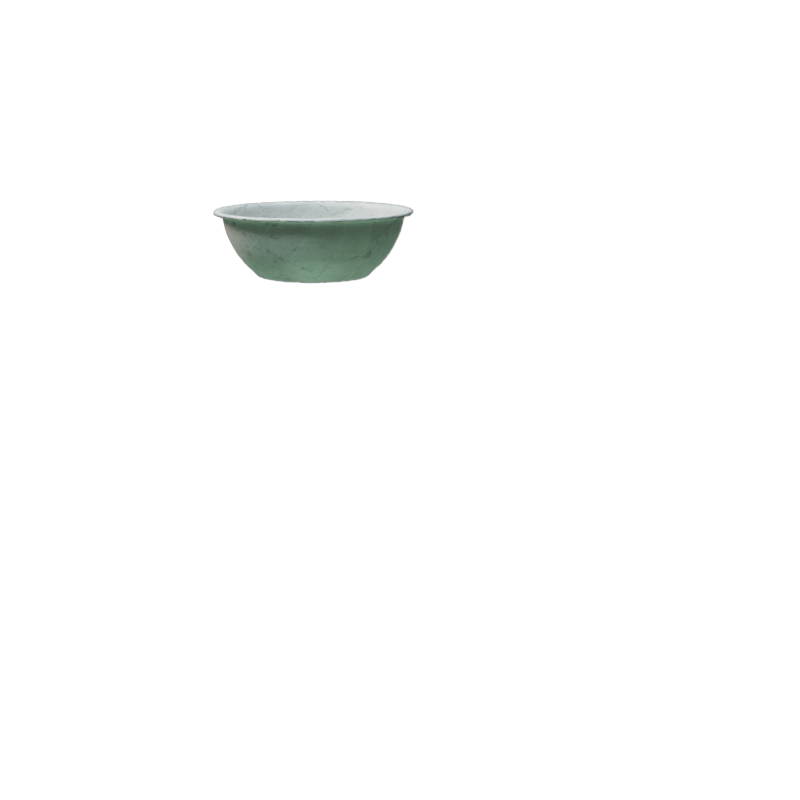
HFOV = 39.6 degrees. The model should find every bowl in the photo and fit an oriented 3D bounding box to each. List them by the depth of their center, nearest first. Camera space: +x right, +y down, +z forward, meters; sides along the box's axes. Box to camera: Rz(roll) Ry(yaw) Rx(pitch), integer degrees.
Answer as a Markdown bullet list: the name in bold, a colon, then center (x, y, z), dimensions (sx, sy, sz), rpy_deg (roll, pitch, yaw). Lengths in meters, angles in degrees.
- **bowl**: center (-0.070, -0.128, 0.899), dimensions (0.162, 0.054, 0.166), rpy_deg (0, 14, -2)
